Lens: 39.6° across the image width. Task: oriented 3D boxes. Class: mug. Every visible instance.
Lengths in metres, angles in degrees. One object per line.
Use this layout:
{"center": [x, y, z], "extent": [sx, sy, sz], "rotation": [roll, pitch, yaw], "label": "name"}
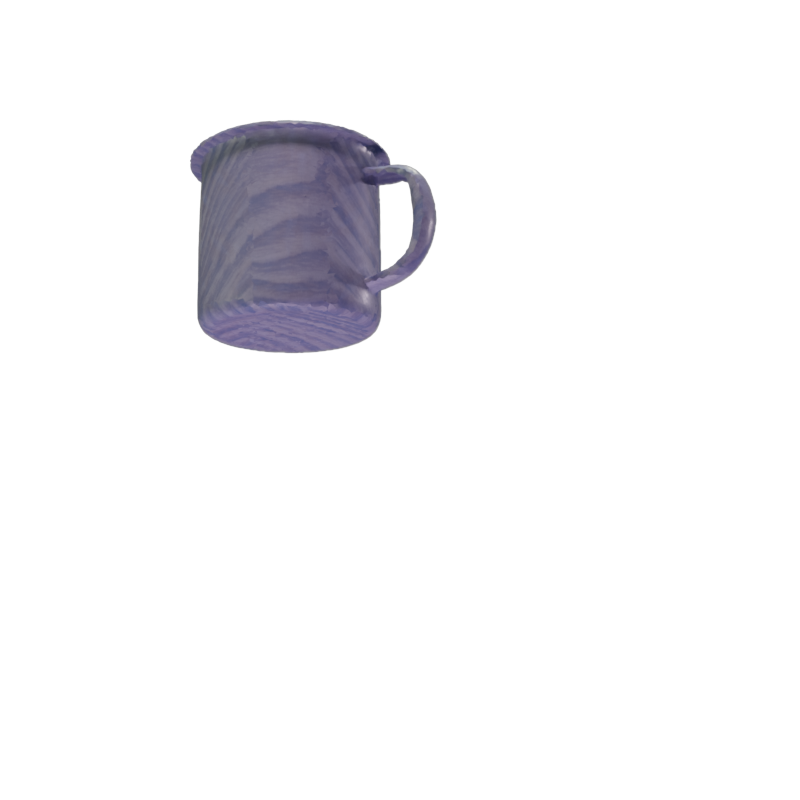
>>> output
{"center": [-0.039, -0.071, 0.496], "extent": [0.119, 0.085, 0.087], "rotation": [-7, -18, 24], "label": "mug"}
